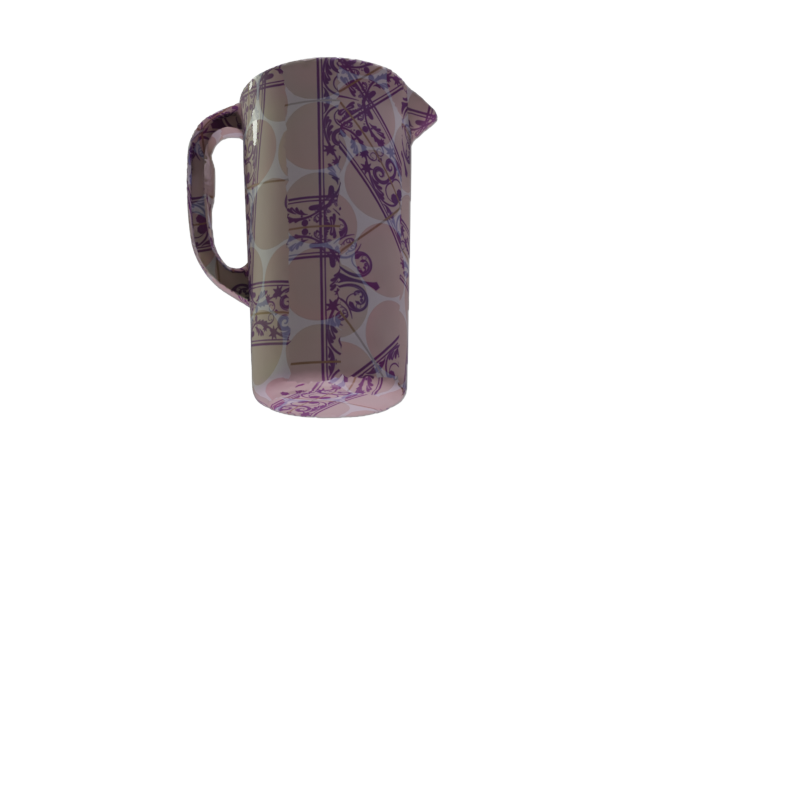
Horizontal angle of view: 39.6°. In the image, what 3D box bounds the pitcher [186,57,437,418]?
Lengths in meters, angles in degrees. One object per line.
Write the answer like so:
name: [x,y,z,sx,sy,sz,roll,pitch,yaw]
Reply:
pitcher: [-0.063,-0.116,0.809,0.137,0.254,0.151,15,-24,-40]
